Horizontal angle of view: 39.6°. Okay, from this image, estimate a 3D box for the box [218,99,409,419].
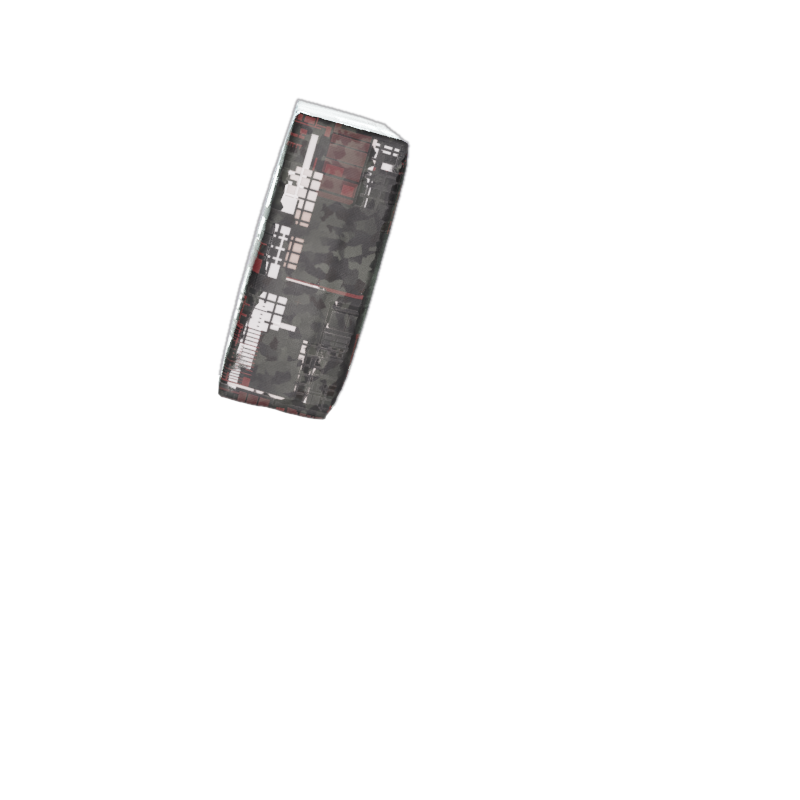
[{"bbox_3d":[-0.055,-0.100,0.699,0.071,0.161,0.221,15,13,-8],"label":"box"}]
